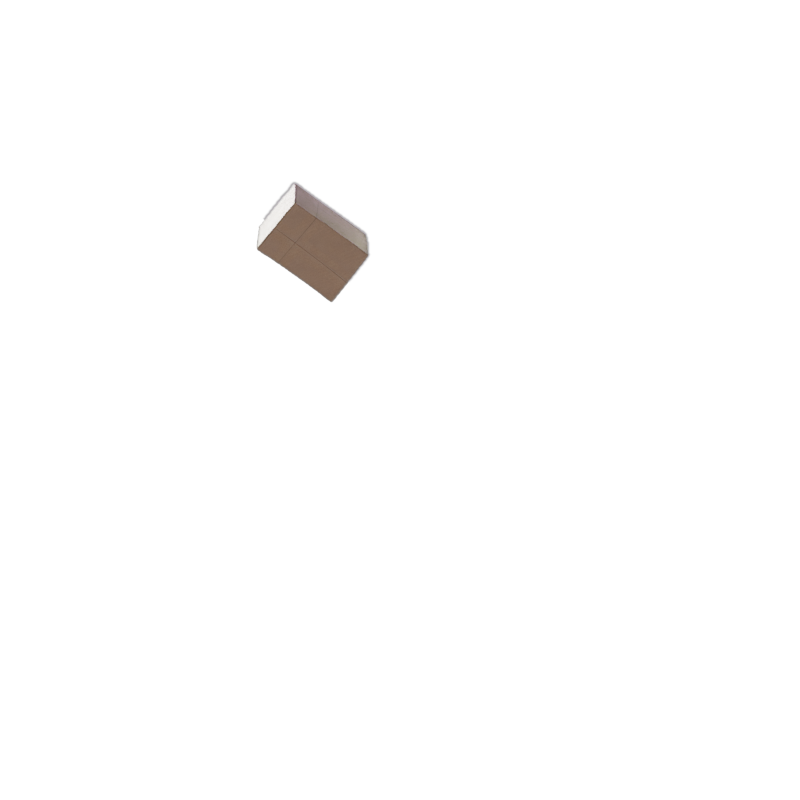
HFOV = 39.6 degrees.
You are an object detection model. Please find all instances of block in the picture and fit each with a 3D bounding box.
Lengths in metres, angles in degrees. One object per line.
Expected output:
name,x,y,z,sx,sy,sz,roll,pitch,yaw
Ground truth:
block,-0.071,-0.130,0.907,0.075,0.052,0.054,36,18,-15
